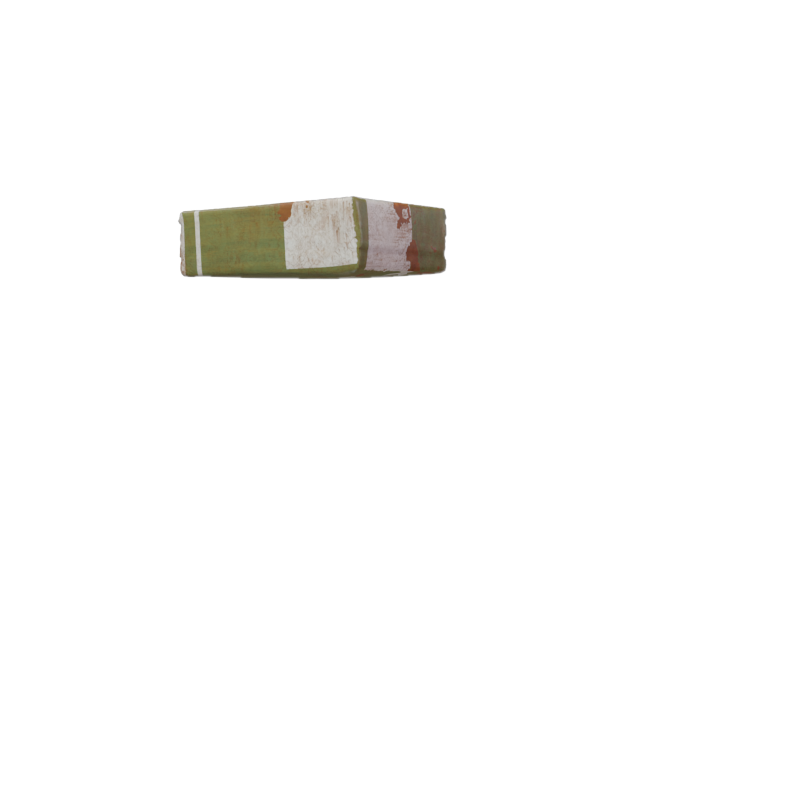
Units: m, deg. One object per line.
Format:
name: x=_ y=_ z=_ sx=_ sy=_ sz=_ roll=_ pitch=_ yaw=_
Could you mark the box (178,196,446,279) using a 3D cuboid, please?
box: x=-0.046 y=-0.083 z=0.581 sx=0.118 sy=0.039 sz=0.087 roll=4 pitch=6 yaw=33
